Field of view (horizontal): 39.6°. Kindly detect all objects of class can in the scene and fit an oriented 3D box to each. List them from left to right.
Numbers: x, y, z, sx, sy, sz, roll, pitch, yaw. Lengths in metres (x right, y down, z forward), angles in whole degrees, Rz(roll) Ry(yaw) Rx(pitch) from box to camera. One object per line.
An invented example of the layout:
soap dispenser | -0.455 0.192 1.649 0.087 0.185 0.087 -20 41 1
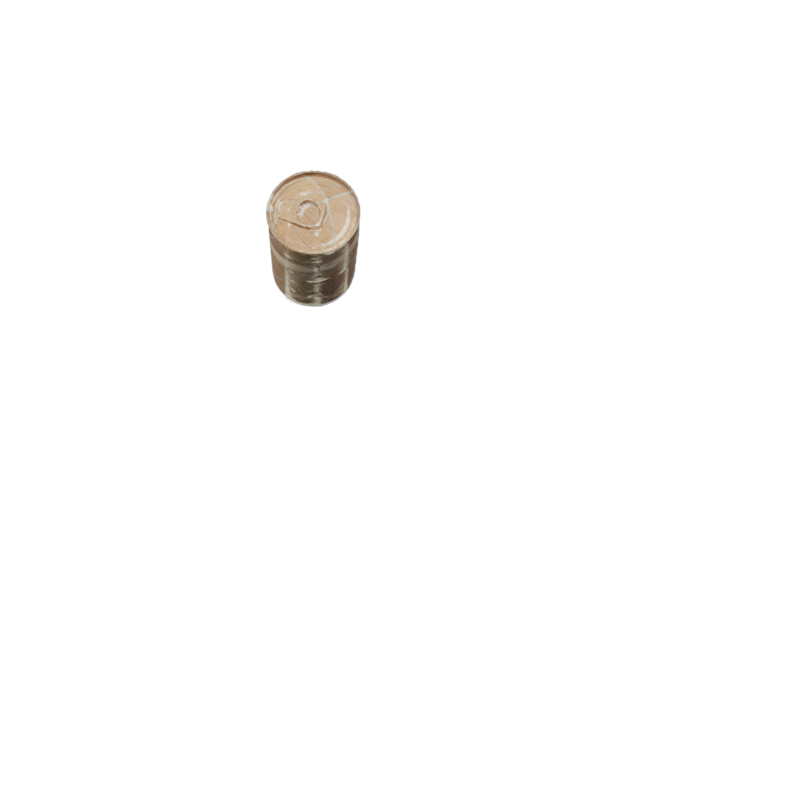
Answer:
can | -0.066 -0.120 0.839 0.068 0.072 0.097 0 -21 -3
